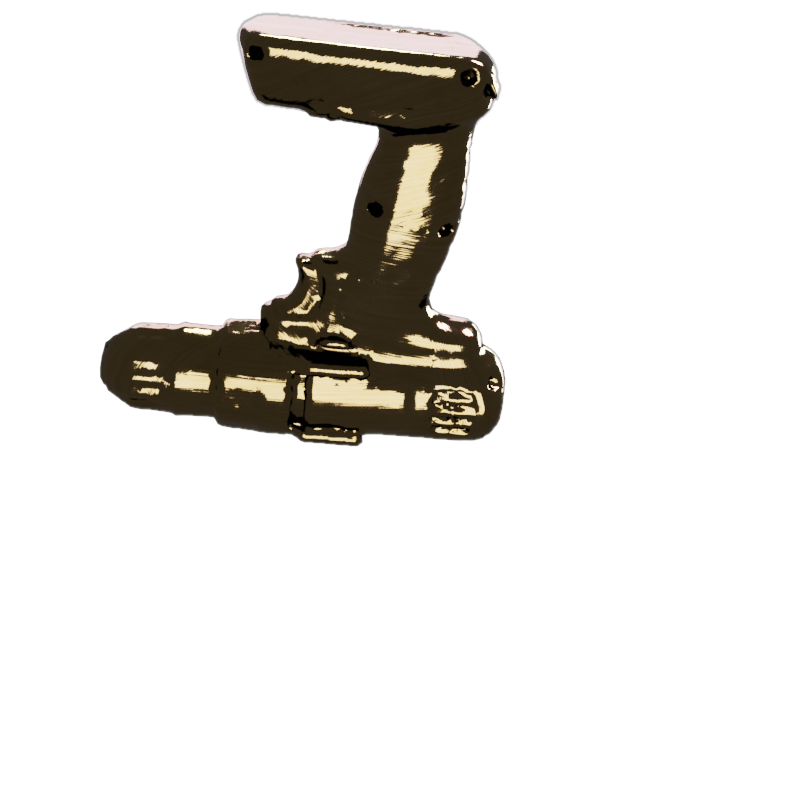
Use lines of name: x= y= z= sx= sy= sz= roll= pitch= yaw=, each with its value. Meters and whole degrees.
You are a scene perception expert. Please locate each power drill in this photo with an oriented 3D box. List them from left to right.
power drill: x=-0.038 y=-0.069 z=0.484 sx=0.184 sy=0.178 sz=0.061 roll=5 pitch=25 yaw=-3
